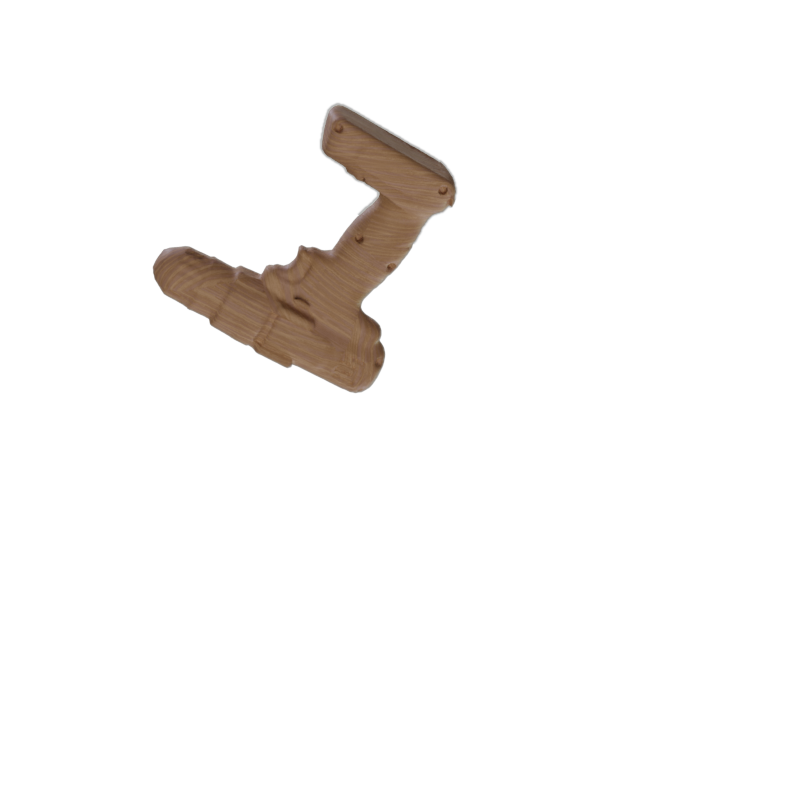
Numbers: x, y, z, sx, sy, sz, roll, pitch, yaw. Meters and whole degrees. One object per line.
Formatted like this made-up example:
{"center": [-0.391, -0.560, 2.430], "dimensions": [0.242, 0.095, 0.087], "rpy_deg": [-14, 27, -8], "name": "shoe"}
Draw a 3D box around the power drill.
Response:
{"center": [-0.062, -0.114, 0.795], "dimensions": [0.180, 0.183, 0.060], "rpy_deg": [28, 20, -12], "name": "power drill"}
